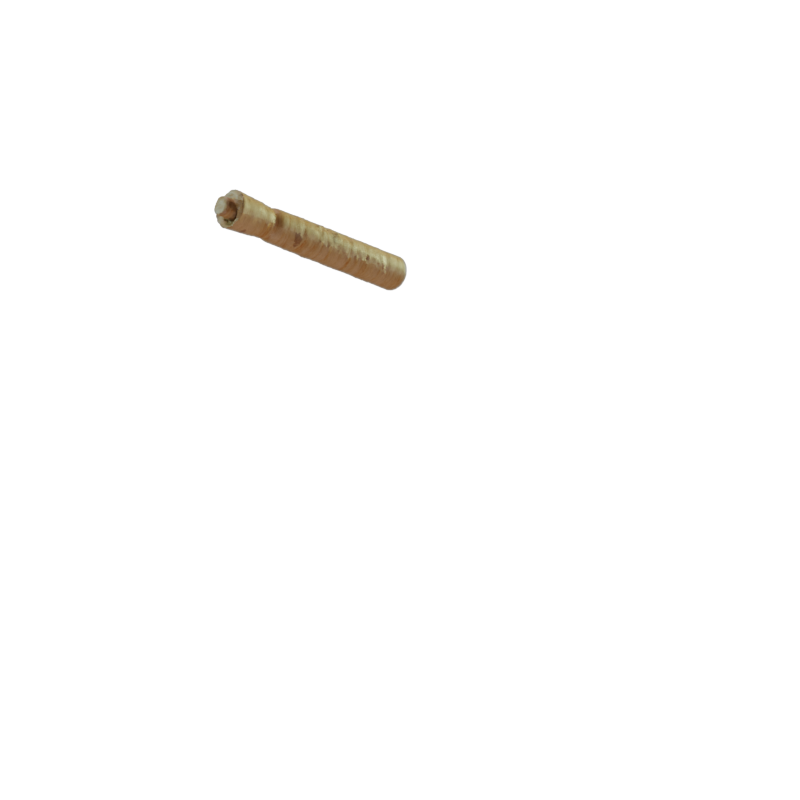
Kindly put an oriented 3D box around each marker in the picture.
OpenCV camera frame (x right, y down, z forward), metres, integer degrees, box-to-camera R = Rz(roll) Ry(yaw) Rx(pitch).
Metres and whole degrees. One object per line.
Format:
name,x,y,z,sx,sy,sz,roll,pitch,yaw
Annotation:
marker,-0.043,-0.078,0.545,0.021,0.020,0.114,4,-9,46
